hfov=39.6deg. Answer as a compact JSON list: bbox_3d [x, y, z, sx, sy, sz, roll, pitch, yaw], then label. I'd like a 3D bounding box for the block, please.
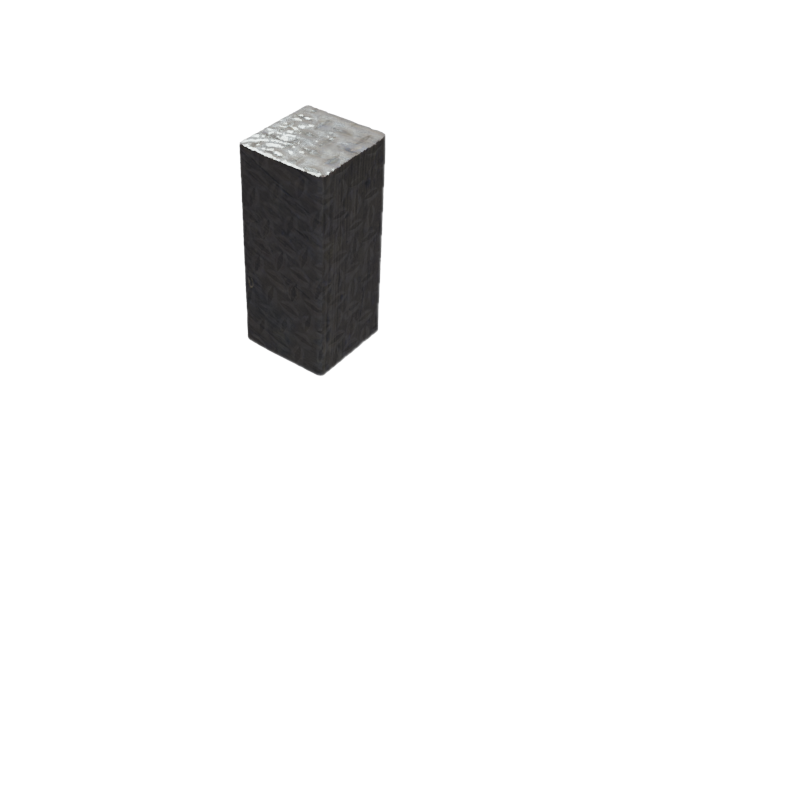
[{"bbox_3d":[-0.075,-0.138,0.967,0.095,0.193,0.092,26,43,28],"label":"block"}]
